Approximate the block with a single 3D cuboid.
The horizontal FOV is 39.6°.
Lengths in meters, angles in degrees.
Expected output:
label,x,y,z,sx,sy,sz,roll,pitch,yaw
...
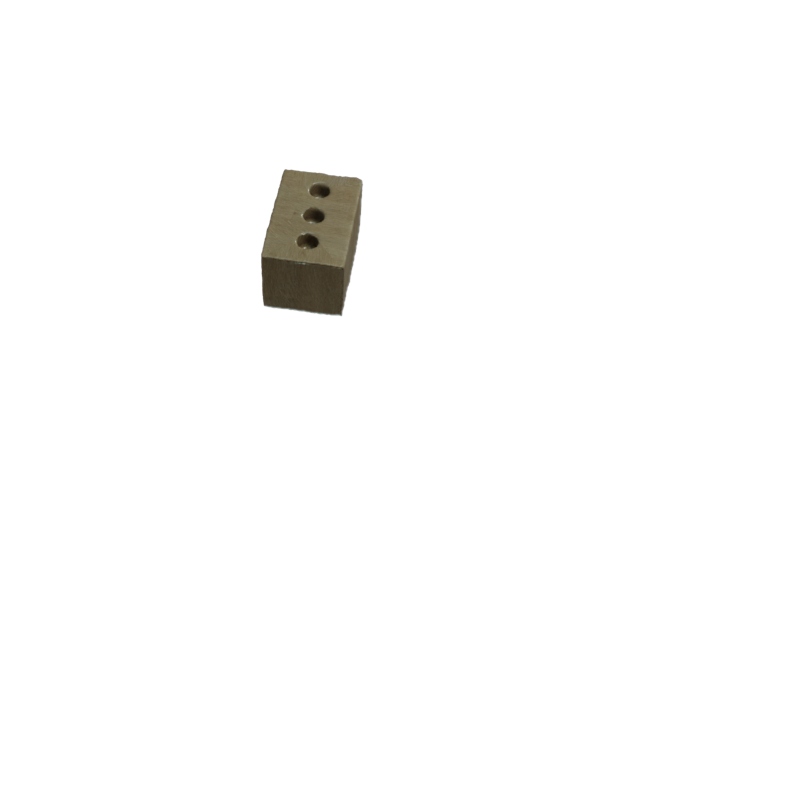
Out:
label,x,y,z,sx,sy,sz,roll,pitch,yaw
block,-0.055,-0.100,0.703,0.053,0.083,0.048,7,-38,3
